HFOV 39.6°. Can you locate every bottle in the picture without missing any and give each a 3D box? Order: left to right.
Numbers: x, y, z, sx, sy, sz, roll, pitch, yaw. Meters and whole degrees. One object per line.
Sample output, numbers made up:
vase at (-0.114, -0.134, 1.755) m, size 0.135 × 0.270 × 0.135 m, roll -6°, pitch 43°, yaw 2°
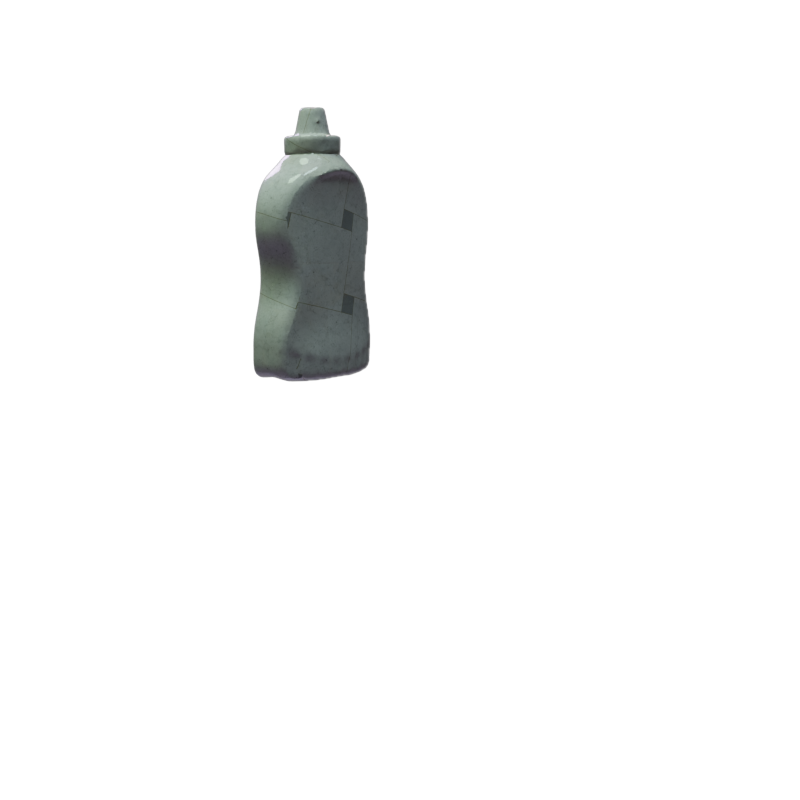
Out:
bottle at (-0.063, -0.114, 0.797) m, size 0.061 × 0.191 × 0.093 m, roll 2°, pitch 4°, yaw 42°
